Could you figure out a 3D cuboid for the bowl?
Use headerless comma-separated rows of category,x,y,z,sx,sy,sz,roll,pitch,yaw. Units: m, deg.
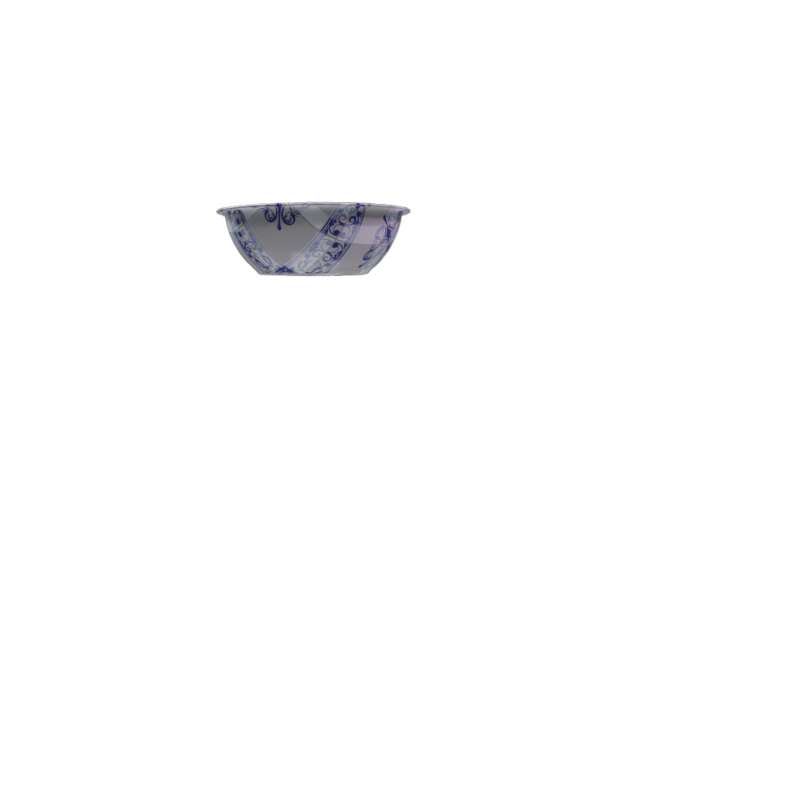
bowl,-0.072,-0.131,0.920,0.162,0.055,0.163,0,4,-2
